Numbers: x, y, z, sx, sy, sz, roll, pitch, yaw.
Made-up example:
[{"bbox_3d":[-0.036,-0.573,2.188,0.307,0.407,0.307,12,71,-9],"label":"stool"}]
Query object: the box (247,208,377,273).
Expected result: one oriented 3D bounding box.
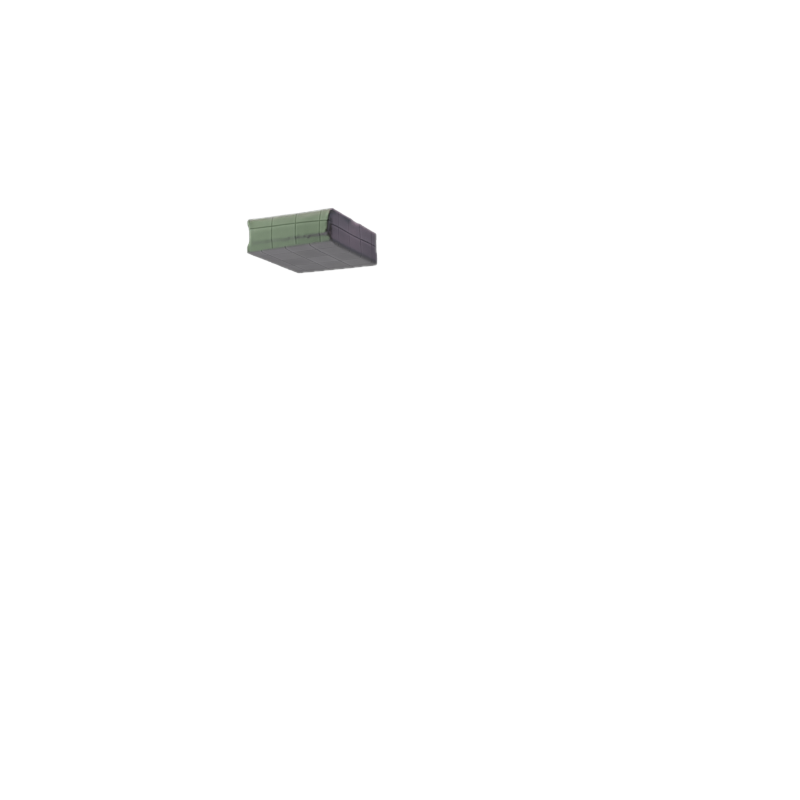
[{"bbox_3d":[-0.068,-0.125,0.872,0.075,0.031,0.085,-4,-8,24],"label":"box"}]
